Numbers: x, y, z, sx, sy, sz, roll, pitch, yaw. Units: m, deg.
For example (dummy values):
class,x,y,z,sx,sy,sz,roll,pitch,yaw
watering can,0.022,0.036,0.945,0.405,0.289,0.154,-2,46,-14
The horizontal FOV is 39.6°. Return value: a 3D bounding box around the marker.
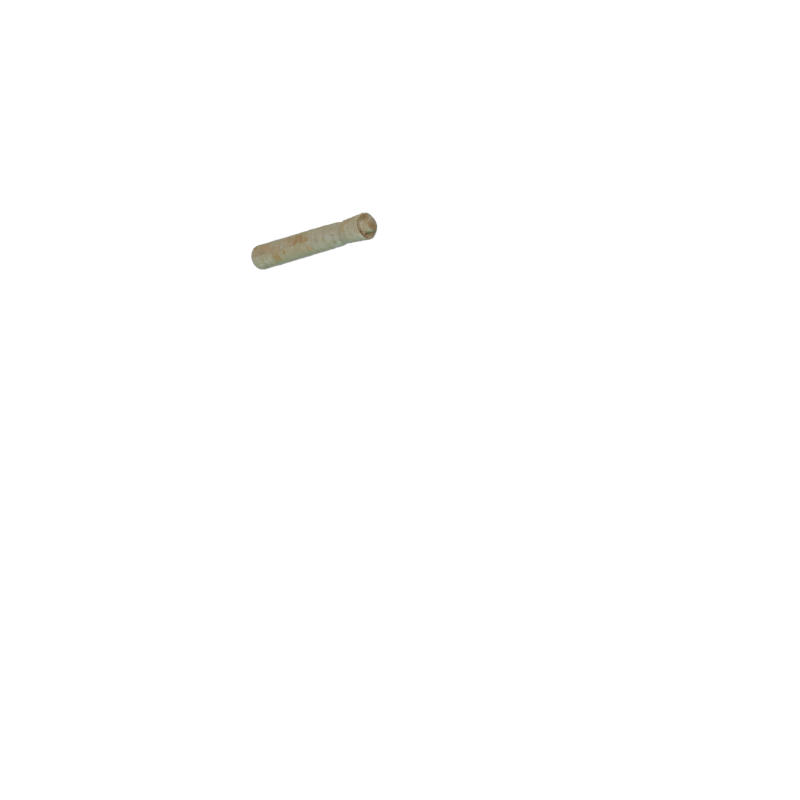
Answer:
class,x,y,z,sx,sy,sz,roll,pitch,yaw
marker,-0.061,-0.111,0.779,0.019,0.020,0.124,-4,-3,-44
